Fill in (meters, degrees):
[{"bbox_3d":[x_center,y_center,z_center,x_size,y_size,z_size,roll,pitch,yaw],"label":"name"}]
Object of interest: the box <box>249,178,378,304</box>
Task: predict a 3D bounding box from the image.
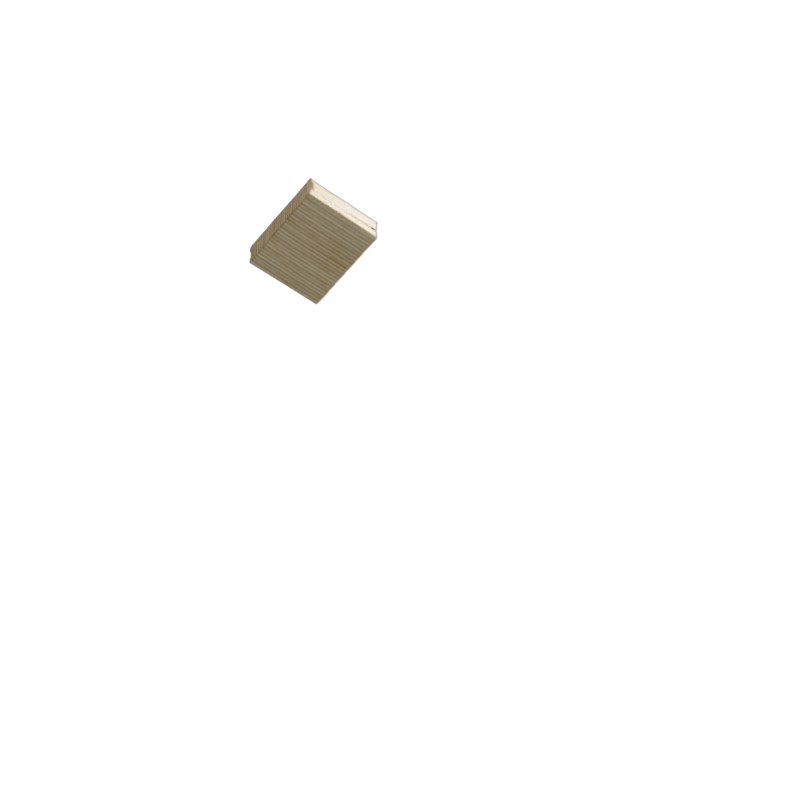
[{"bbox_3d":[-0.074,-0.135,0.942,0.070,0.087,0.032,33,28,-21],"label":"box"}]
